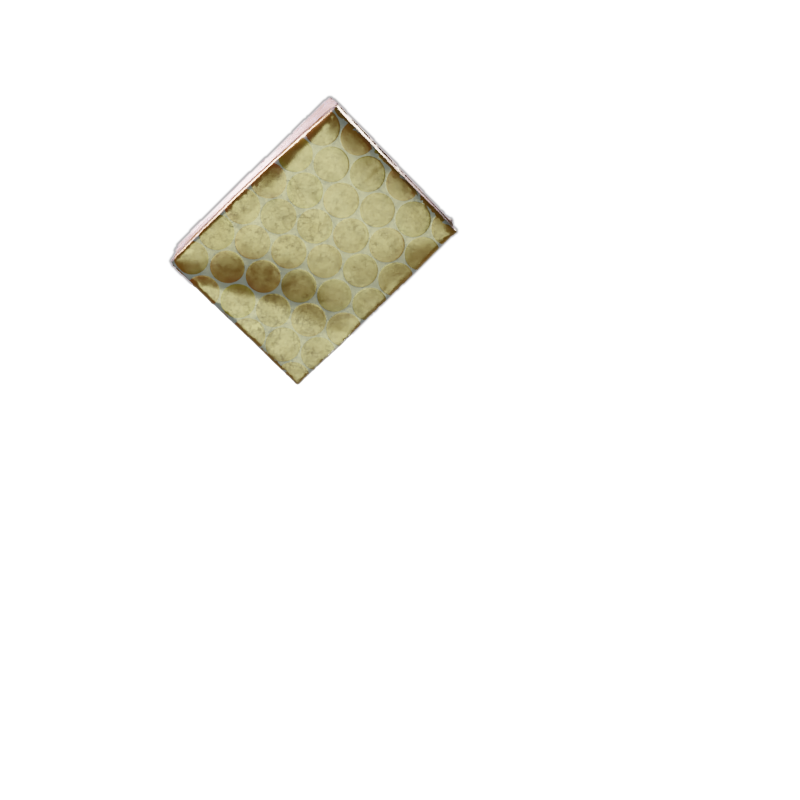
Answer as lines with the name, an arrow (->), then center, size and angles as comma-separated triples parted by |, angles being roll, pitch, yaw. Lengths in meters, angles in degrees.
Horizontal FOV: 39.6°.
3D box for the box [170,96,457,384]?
box -> -0.043, -0.078, 0.547 | 0.113, 0.087, 0.040 | -43, 11, 9
